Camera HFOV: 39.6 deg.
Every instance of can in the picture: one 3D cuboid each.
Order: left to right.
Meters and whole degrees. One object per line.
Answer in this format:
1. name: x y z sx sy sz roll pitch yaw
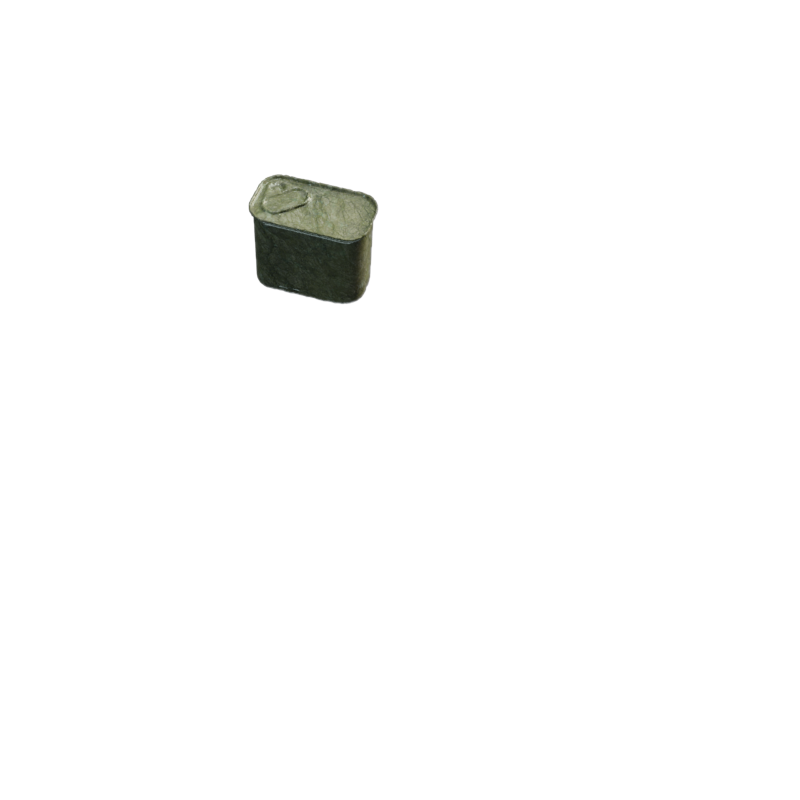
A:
1. can: -0.072 -0.132 0.921 0.104 0.060 0.078 15 -39 11
